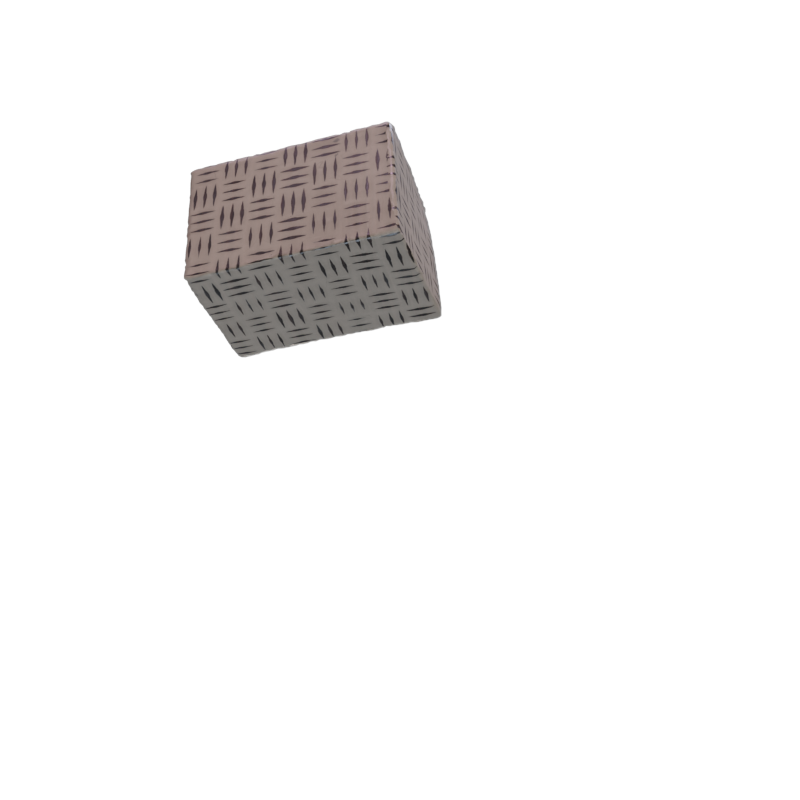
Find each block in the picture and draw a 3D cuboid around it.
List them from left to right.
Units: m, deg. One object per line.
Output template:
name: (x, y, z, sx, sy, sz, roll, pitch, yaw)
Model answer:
block: (-0.031, -0.056, 0.392, 0.079, 0.055, 0.049, -11, -36, 13)
